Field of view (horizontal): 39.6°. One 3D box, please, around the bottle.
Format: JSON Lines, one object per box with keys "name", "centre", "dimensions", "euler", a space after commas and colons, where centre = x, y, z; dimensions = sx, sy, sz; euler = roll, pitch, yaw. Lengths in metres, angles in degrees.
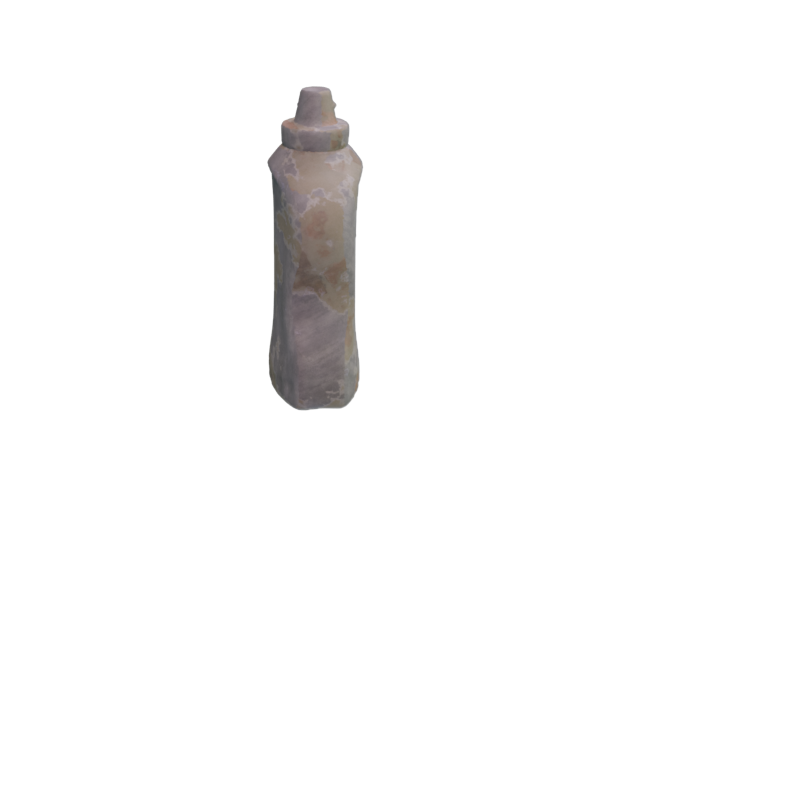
{"name": "bottle", "centre": [-0.053, -0.098, 0.688], "dimensions": [0.058, 0.183, 0.101], "euler": [-1, 22, -7]}
